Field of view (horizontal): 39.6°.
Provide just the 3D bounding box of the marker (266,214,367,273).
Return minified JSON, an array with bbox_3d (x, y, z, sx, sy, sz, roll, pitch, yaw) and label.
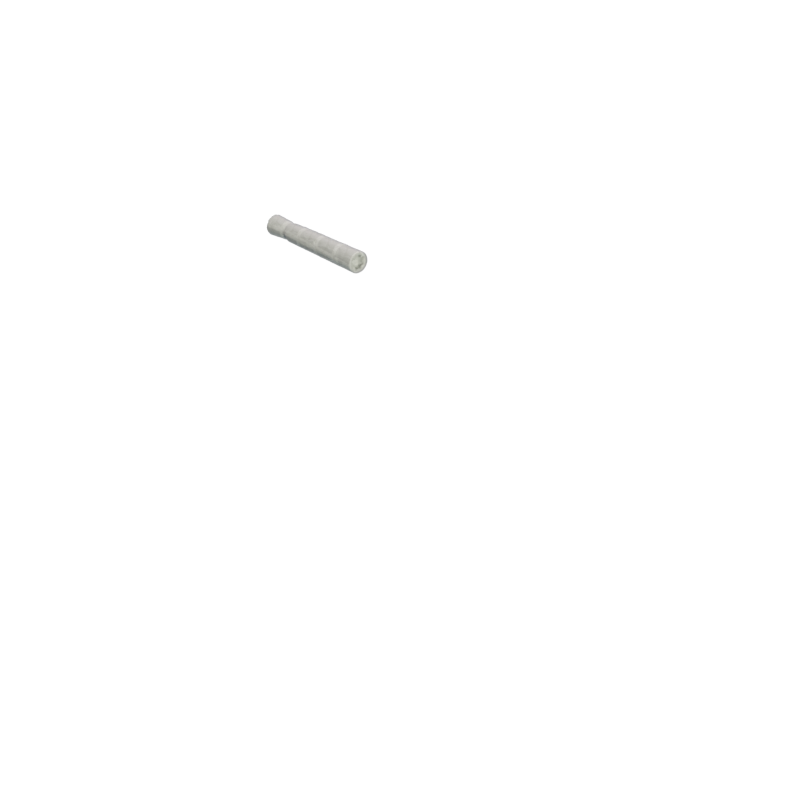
[{"bbox_3d":[-0.073,-0.134,0.937,0.019,0.019,0.129,-3,23,-41],"label":"marker"}]
